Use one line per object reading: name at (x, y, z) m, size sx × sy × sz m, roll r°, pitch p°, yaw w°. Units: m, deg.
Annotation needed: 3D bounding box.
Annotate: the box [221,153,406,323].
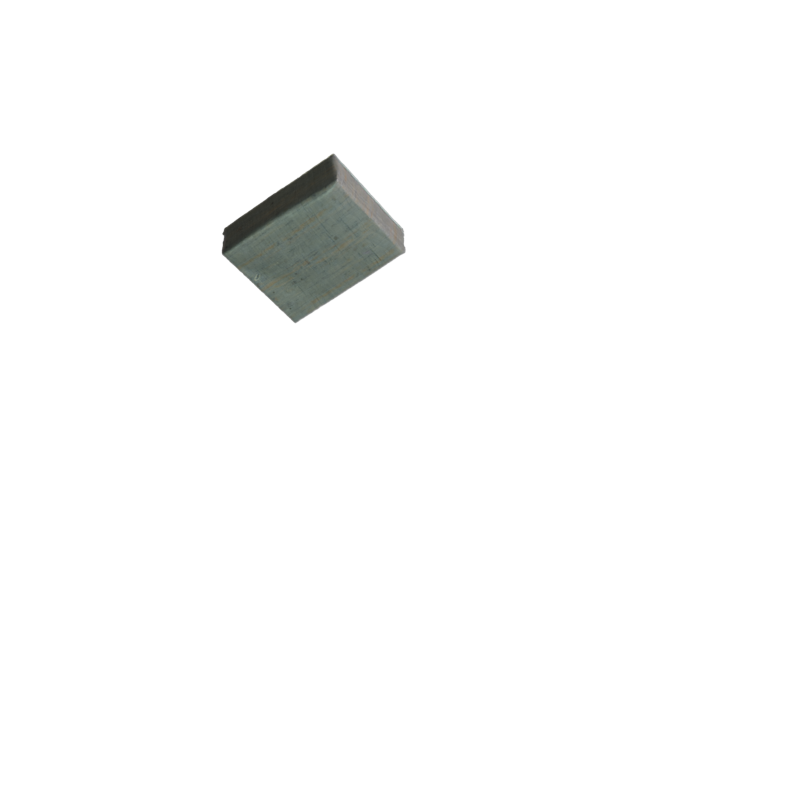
box at (-0.067, -0.121, 0.849) m, size 0.113 × 0.042 × 0.084 m, roll -30°, pitch -55°, yaw 23°
